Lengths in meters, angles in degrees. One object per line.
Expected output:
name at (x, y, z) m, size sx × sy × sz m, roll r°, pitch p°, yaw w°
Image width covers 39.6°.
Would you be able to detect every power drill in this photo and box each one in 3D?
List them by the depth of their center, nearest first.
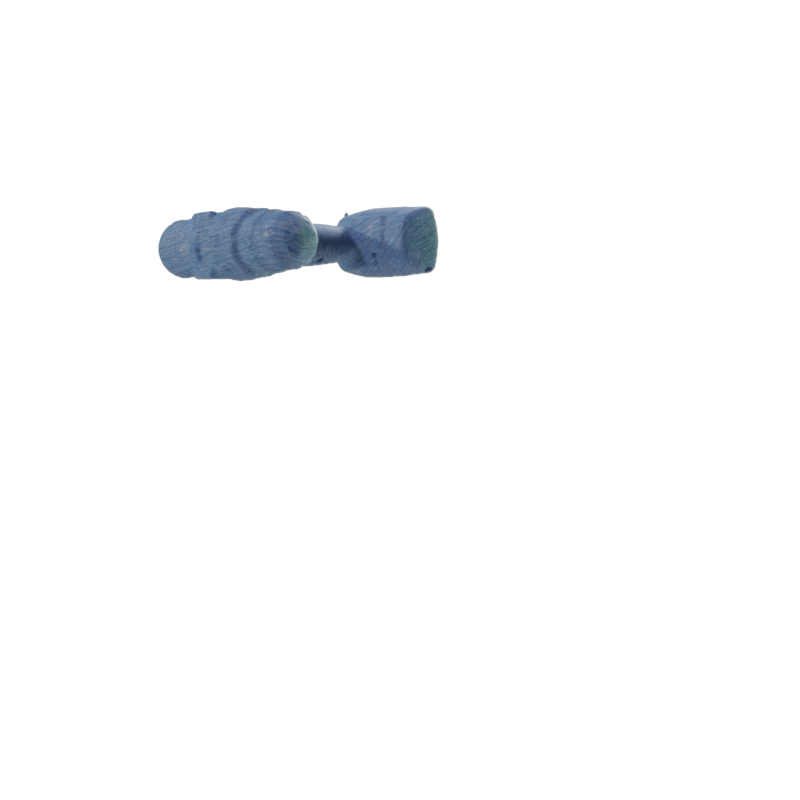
power drill at (-0.065, -0.119, 0.833) m, size 0.181 × 0.057 × 0.192 m, roll -5°, pitch 8°, yaw -36°
